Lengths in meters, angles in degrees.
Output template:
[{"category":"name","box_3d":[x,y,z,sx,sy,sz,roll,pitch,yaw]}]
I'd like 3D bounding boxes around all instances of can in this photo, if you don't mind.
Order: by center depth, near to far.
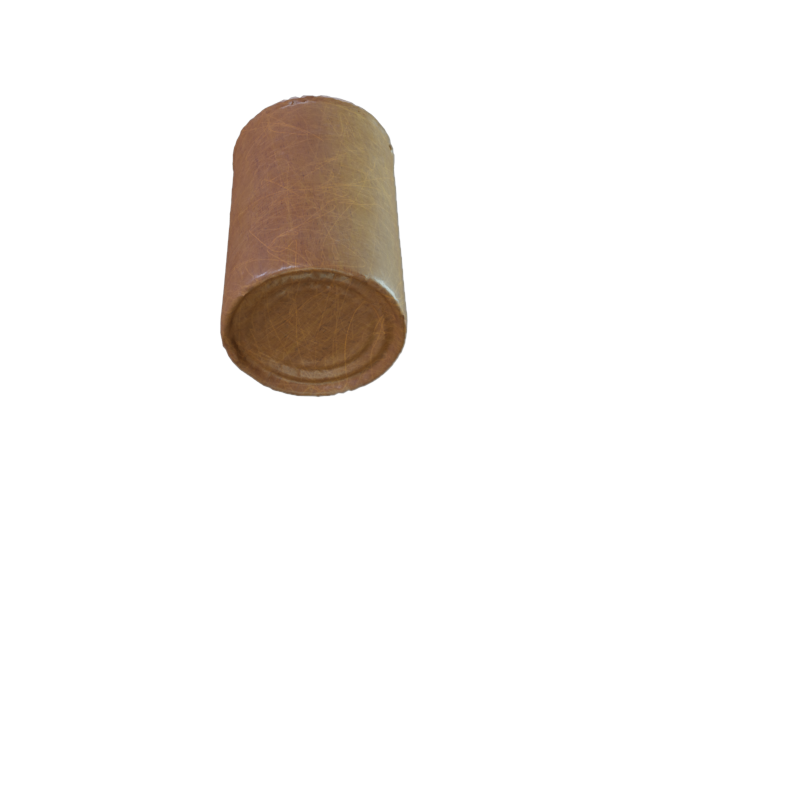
[{"category":"can","box_3d":[-0.033,-0.061,0.426,0.068,0.064,0.110,-1,45,-3]}]
